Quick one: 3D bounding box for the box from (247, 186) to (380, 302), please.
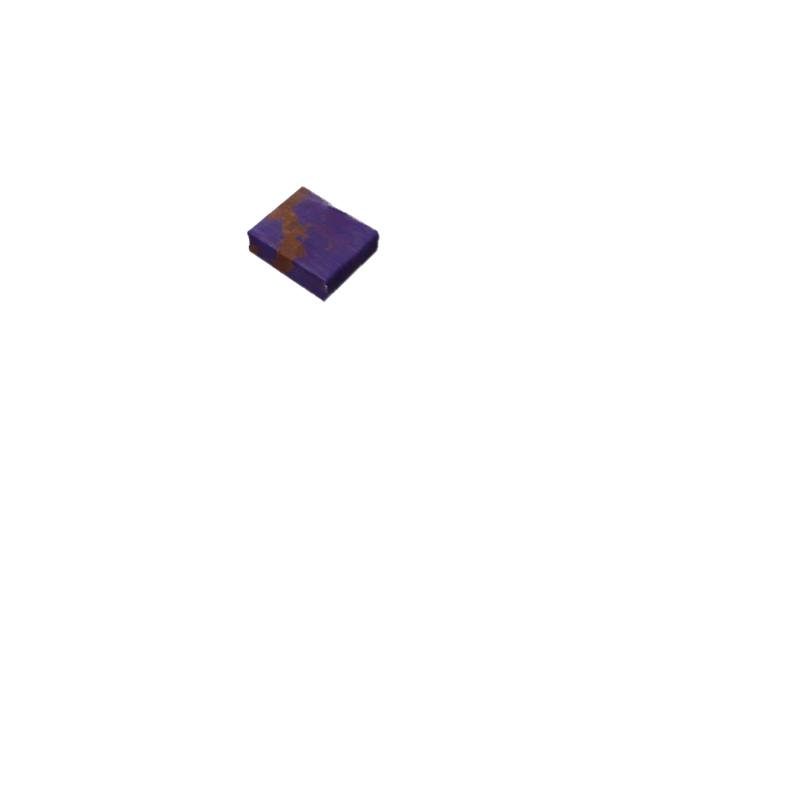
[{"bbox_3d":[-0.074,-0.136,0.950,0.094,0.028,0.074,33,59,23],"label":"box"}]
